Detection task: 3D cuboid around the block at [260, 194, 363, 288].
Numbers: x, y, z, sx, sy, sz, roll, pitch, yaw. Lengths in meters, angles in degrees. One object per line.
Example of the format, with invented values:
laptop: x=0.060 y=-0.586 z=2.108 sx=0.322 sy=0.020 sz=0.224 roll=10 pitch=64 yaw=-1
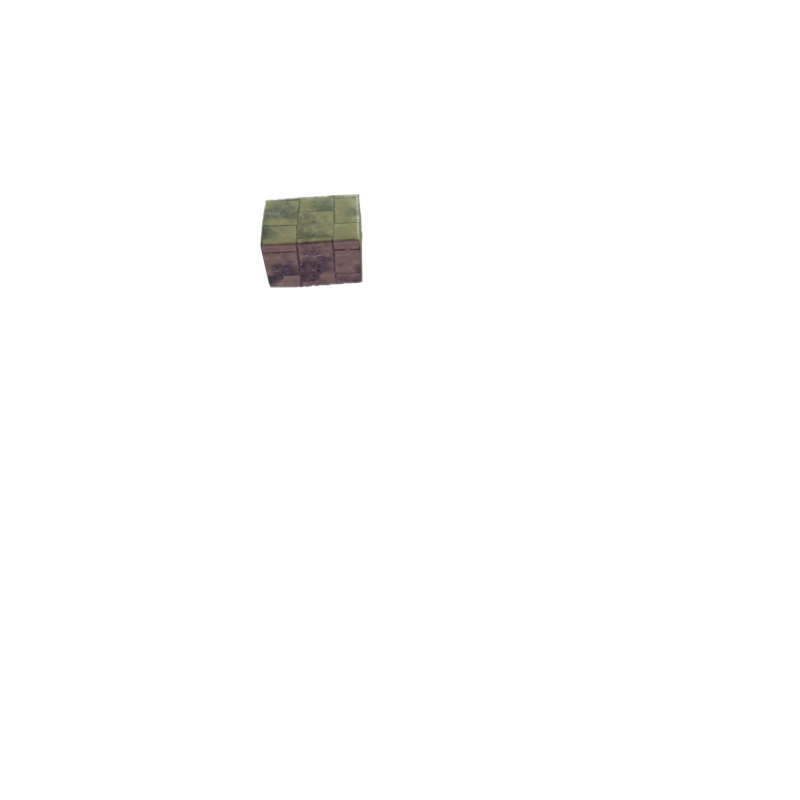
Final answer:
block: x=-0.069 y=-0.126 z=0.885 sx=0.078 sy=0.055 sz=0.049 roll=-3 pitch=-39 yaw=2
